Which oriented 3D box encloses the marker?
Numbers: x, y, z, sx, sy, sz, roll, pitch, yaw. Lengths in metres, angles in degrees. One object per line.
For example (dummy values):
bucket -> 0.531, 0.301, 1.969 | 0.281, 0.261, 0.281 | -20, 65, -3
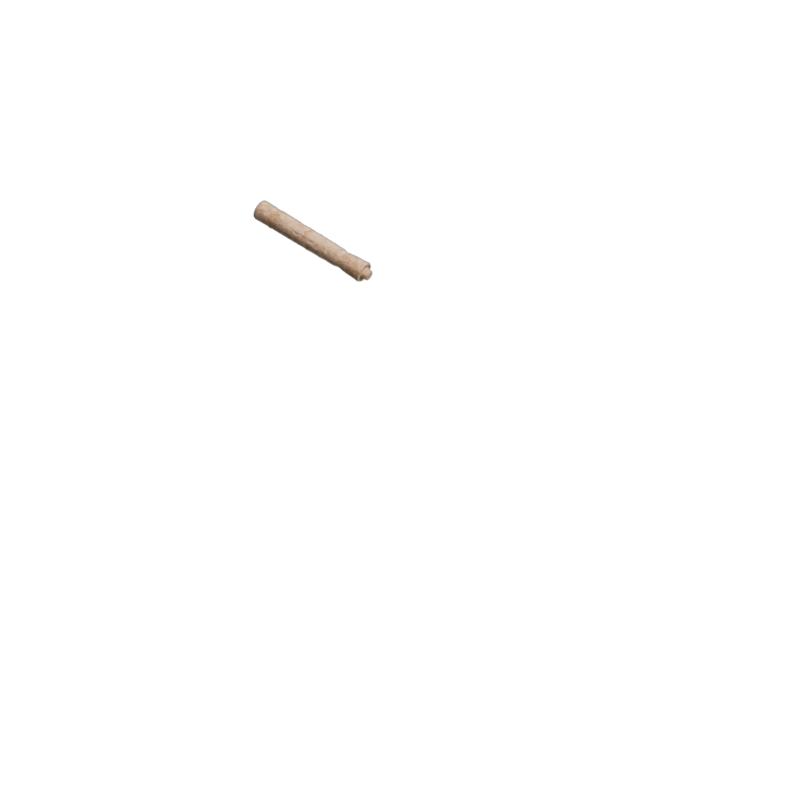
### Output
marker -> -0.075, -0.137, 0.956 | 0.127, 0.019, 0.019 | 33, 16, 22
